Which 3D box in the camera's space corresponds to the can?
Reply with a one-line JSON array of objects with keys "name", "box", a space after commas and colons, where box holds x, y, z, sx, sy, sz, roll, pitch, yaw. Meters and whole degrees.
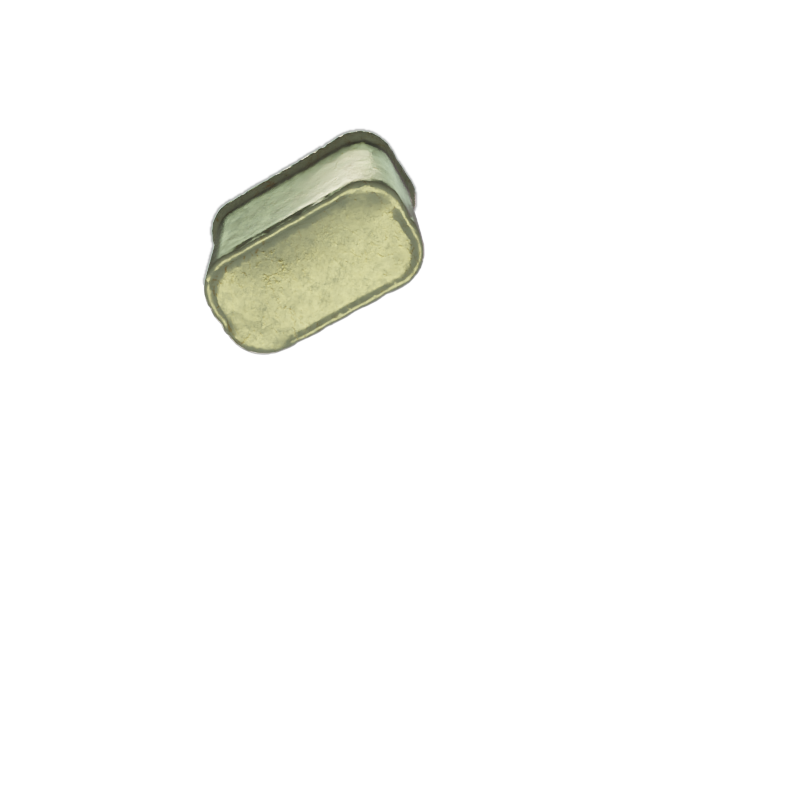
[{"name": "can", "box": [-0.040, -0.073, 0.515, 0.102, 0.055, 0.088, -29, 22, 9]}]
